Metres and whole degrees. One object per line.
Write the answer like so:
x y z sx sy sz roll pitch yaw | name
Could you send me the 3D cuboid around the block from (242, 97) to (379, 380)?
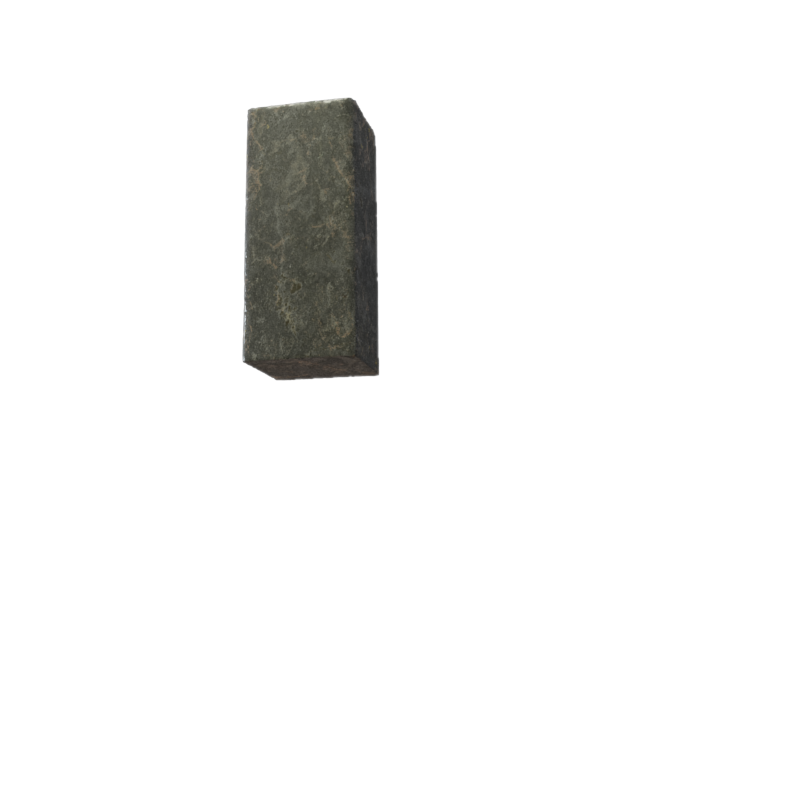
-0.069 -0.127 0.889 0.091 0.214 0.086 -4 -15 12 | block
